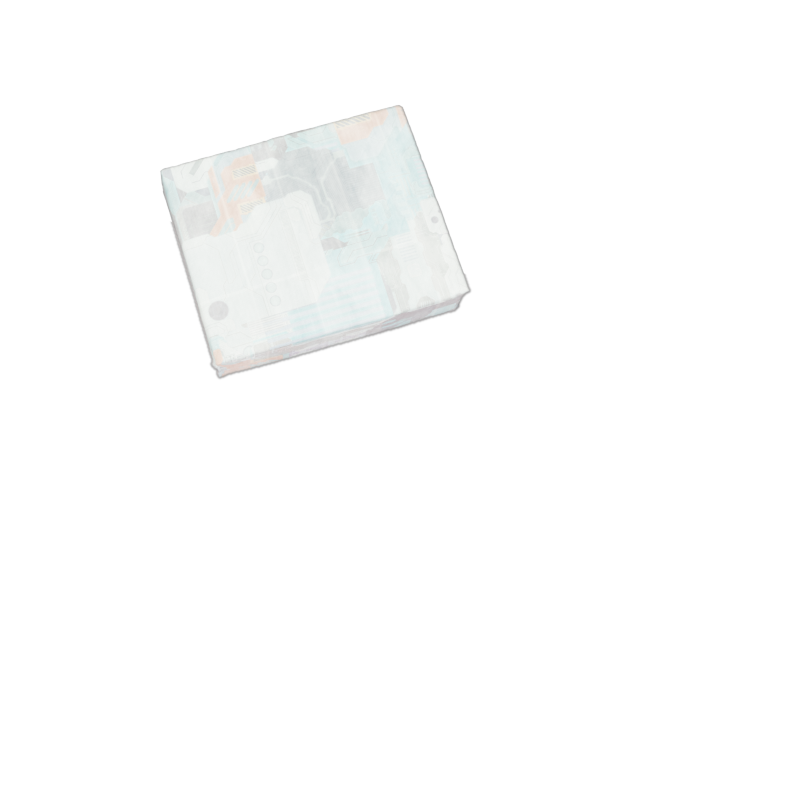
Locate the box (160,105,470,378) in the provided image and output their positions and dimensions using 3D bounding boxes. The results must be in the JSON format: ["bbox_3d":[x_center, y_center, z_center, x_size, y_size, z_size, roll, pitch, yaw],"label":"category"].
[{"bbox_3d":[-0.038,-0.069,0.480,0.113,0.094,0.037,-17,-16,-6],"label":"box"}]
